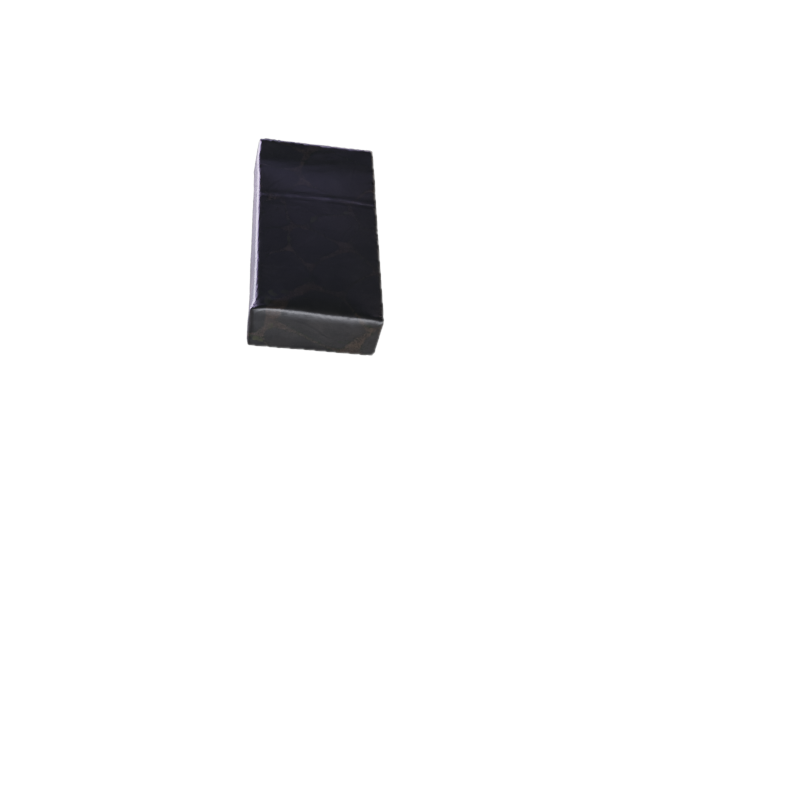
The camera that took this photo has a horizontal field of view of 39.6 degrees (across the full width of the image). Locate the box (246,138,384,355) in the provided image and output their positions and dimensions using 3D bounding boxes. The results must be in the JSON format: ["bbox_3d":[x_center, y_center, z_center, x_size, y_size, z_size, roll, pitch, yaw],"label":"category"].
[{"bbox_3d":[-0.064,-0.117,0.821,0.092,0.189,0.045,4,-43,-8],"label":"box"}]
